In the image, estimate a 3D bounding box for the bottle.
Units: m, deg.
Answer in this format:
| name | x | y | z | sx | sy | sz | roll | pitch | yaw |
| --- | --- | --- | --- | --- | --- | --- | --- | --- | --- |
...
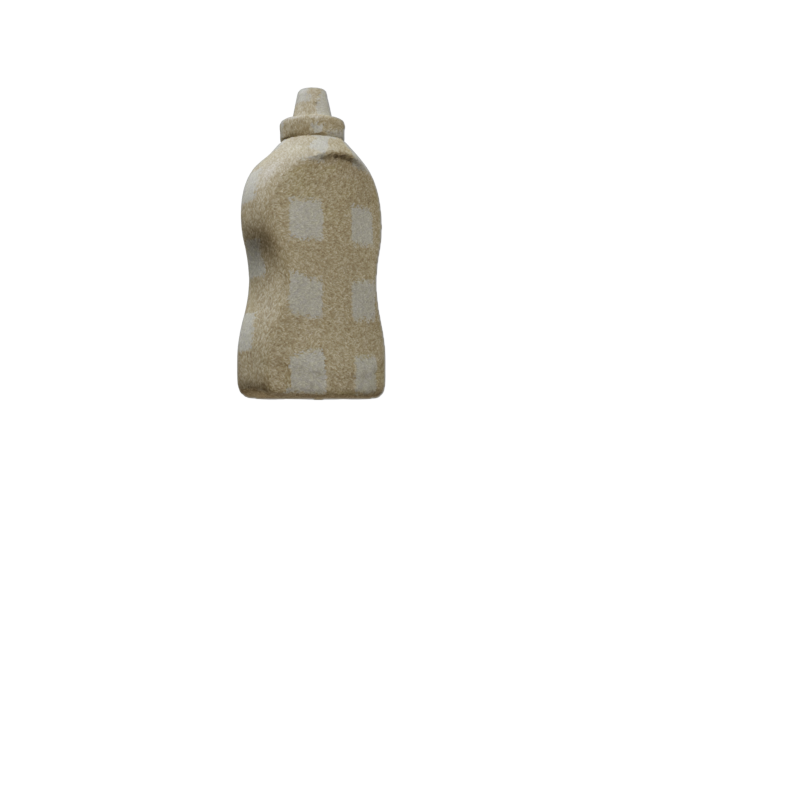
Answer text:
| name | x | y | z | sx | sy | sz | roll | pitch | yaw |
| --- | --- | --- | --- | --- | --- | --- | --- | --- | --- |
| bottle | -0.054 | -0.097 | 0.680 | 0.092 | 0.195 | 0.060 | 5 | -10 | -39 |
